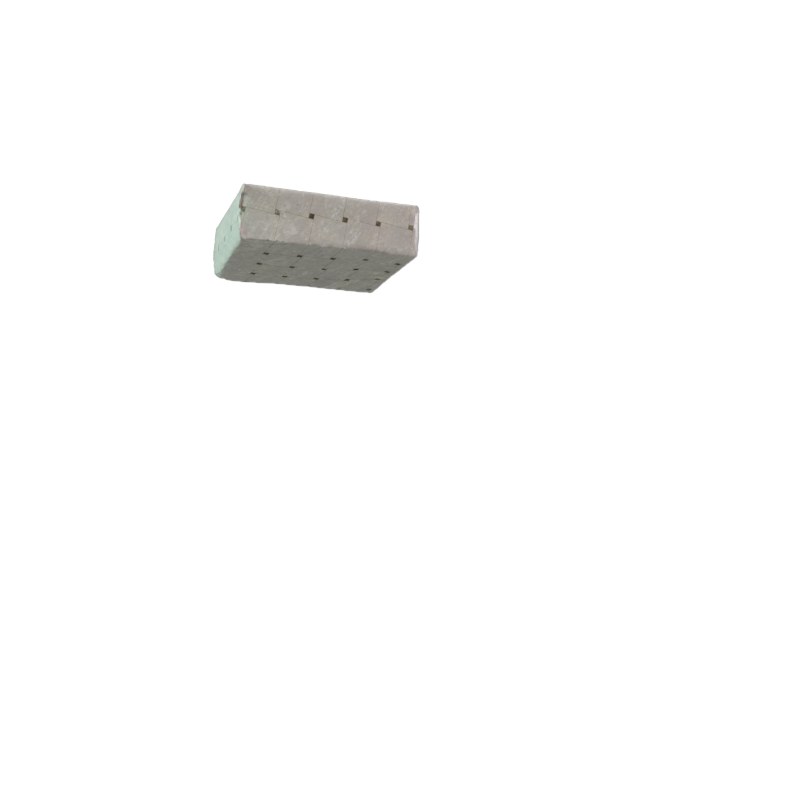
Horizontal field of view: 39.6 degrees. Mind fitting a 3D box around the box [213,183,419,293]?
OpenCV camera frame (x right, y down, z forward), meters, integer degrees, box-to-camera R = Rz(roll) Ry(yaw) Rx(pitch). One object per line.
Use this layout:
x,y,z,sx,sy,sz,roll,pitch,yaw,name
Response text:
-0.055,-0.099,0.697,0.111,0.040,0.089,3,-12,-16,box
